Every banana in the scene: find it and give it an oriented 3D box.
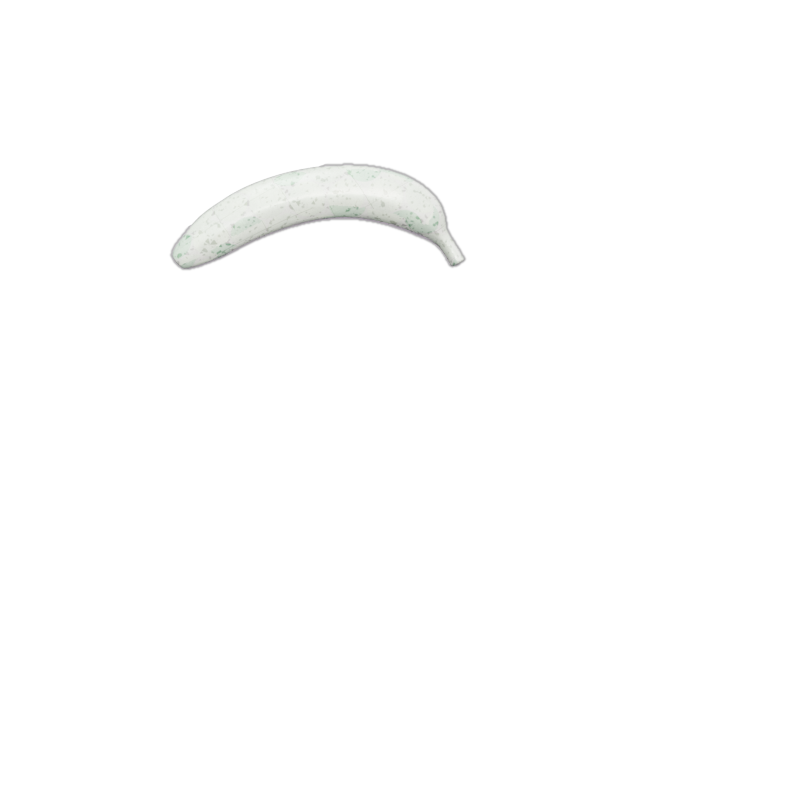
[{"bbox_3d":[-0.055,-0.124,0.747,0.197,0.072,0.035,-1,-14,0],"label":"banana"}]
